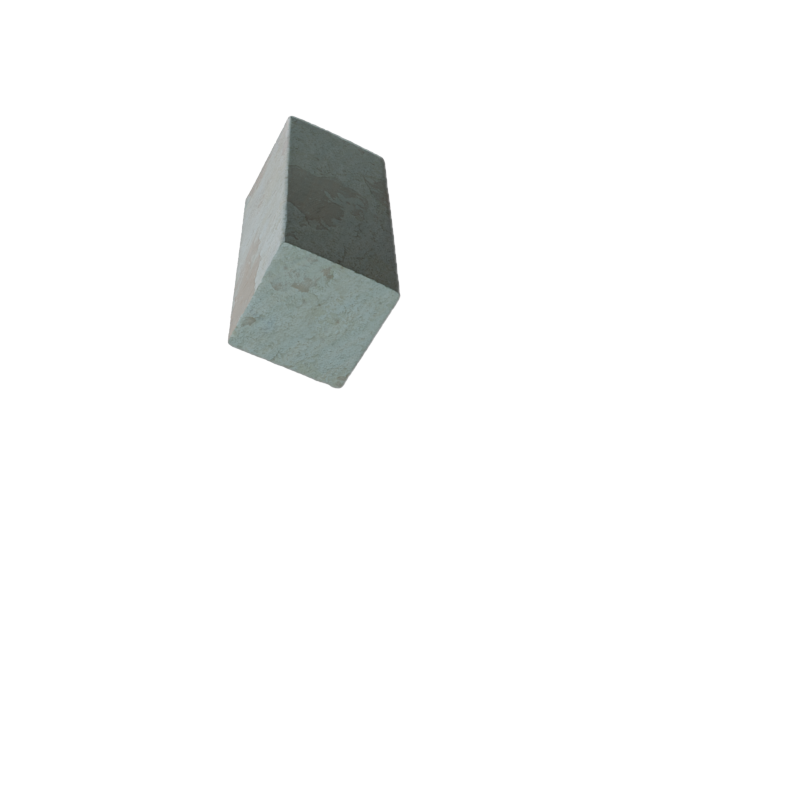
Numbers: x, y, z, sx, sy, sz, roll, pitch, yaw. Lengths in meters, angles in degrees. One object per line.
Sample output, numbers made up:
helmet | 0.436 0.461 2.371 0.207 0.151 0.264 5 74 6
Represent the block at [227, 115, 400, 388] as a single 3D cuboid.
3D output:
block | -0.064 -0.117 0.823 0.087 0.088 0.220 22 30 -18
